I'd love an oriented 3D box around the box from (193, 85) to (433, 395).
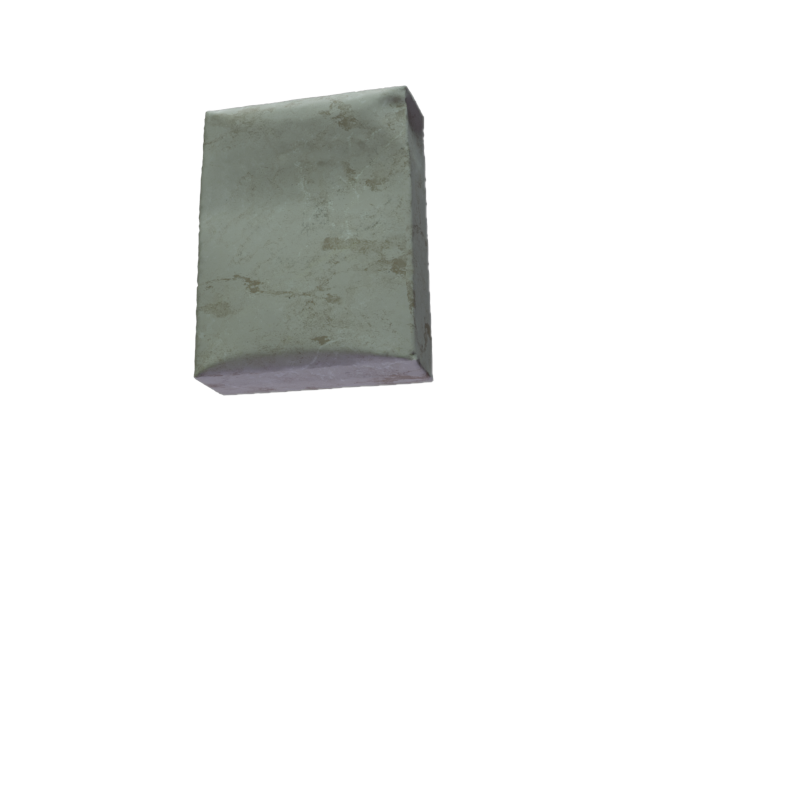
[{"bbox_3d":[-0.064,-0.118,0.824,0.167,0.223,0.068,-5,-18,14],"label":"box"}]
